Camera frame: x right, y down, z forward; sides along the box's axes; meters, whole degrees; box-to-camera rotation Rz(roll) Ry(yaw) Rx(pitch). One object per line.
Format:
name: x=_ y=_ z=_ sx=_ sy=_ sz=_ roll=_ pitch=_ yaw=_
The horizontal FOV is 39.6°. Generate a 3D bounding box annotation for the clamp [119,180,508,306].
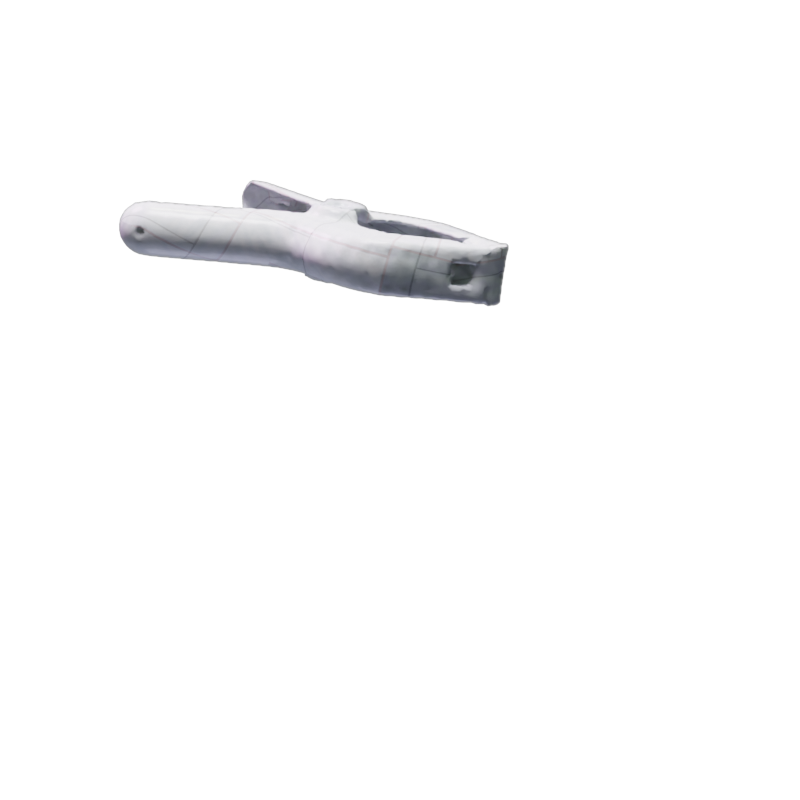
clamp: x=-0.040 y=-0.073 z=0.510 sx=0.180 sy=0.038 sz=0.119 roll=15 pitch=27 yaw=32
